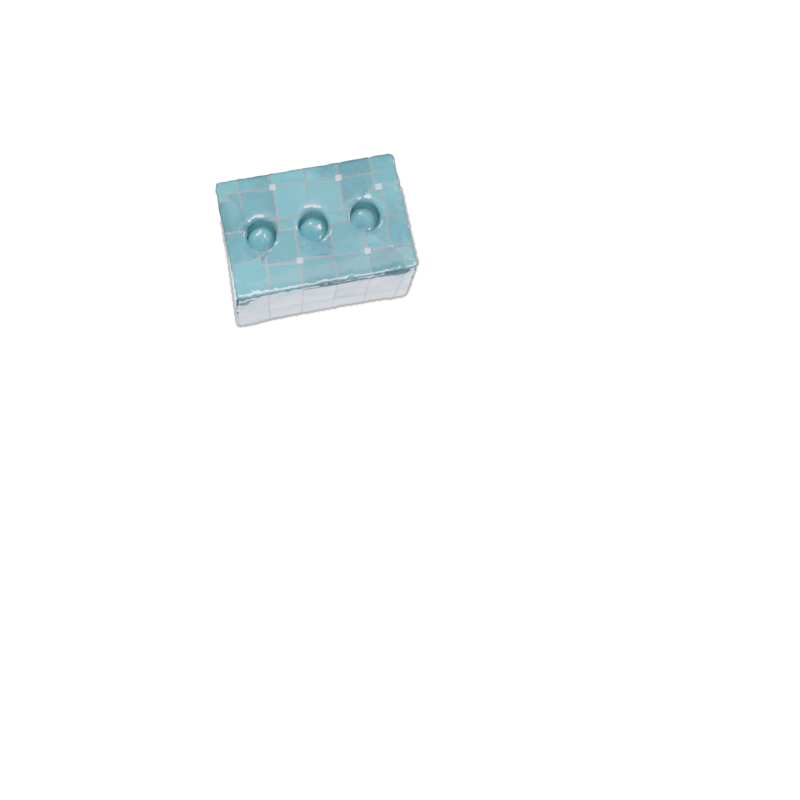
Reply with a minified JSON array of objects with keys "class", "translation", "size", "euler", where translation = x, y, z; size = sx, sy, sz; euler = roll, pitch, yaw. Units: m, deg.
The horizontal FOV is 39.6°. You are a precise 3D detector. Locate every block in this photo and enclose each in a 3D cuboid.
[{"class":"block","translation":[-0.037,-0.068,0.478],"size":[0.078,0.055,0.050],"euler":[-11,-12,-4]}]
